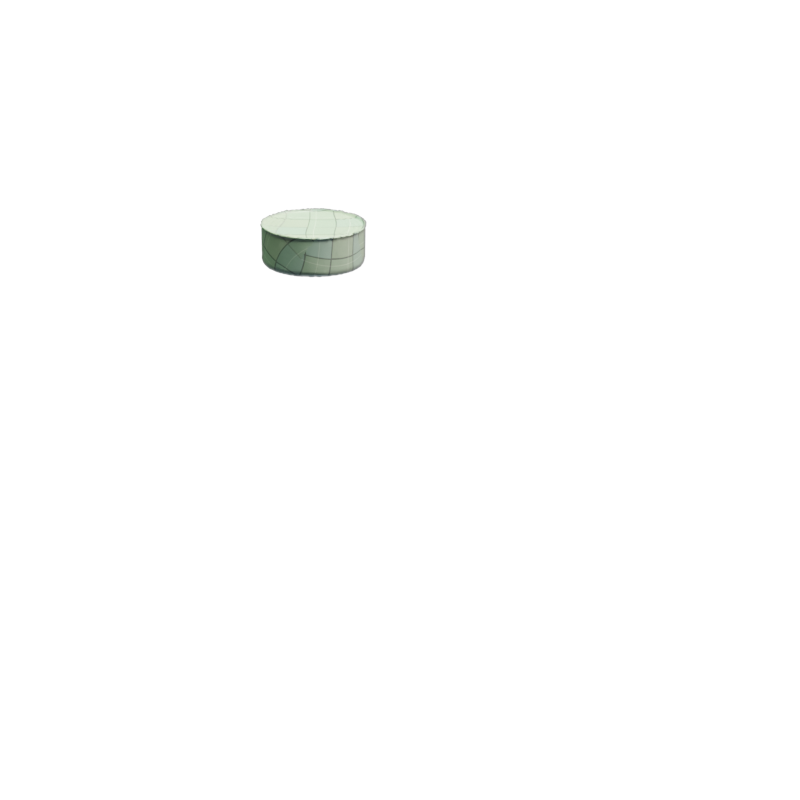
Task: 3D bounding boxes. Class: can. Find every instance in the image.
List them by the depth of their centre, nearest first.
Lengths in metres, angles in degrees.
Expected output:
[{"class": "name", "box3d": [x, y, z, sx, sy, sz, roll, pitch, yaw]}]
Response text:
[{"class": "can", "box3d": [-0.071, -0.129, 0.901, 0.086, 0.032, 0.090, -1, 24, -2]}]
